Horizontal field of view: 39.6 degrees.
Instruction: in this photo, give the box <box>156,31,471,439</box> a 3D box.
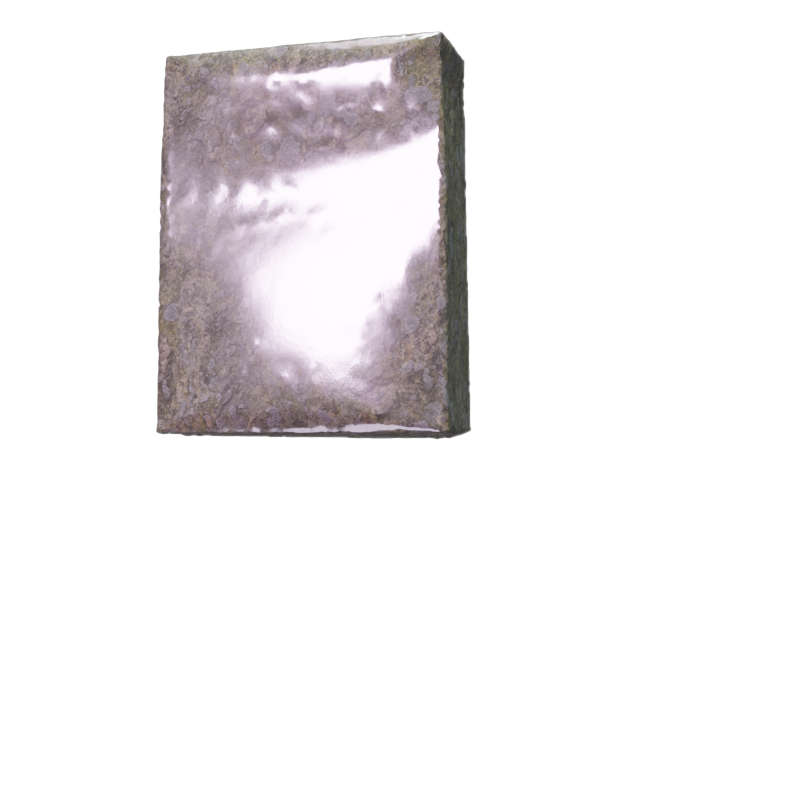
[{"bbox_3d":[-0.048,-0.088,0.616,0.167,0.217,0.069,-2,-6,16],"label":"box"}]
